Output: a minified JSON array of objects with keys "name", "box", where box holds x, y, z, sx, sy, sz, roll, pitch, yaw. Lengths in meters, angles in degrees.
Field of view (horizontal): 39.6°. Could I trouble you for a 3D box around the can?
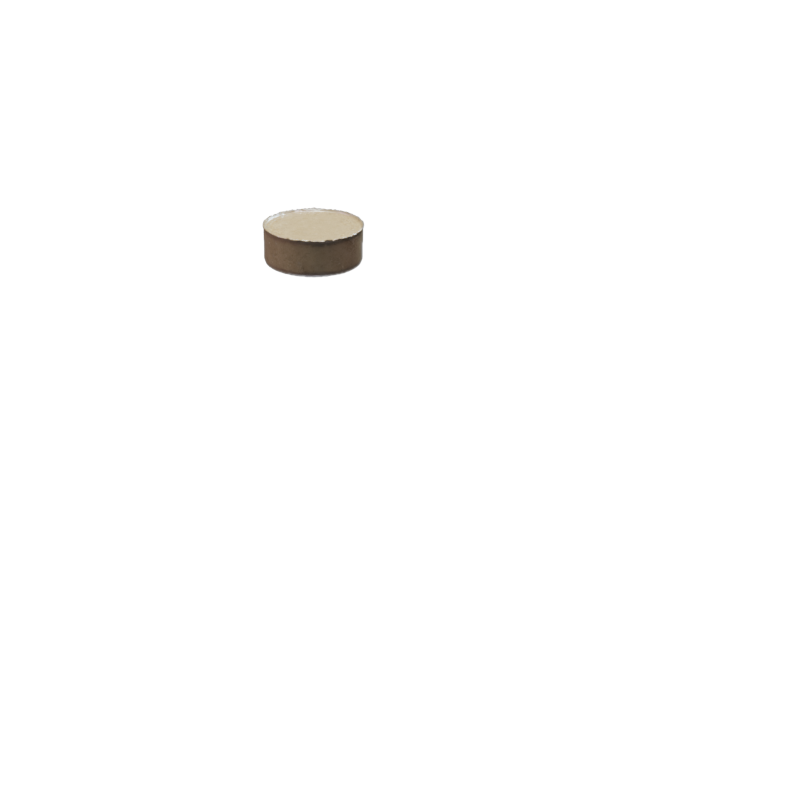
[{"name":"can","box":[-0.074,-0.134,0.941,0.086,0.032,0.090,-1,26,-2]}]
